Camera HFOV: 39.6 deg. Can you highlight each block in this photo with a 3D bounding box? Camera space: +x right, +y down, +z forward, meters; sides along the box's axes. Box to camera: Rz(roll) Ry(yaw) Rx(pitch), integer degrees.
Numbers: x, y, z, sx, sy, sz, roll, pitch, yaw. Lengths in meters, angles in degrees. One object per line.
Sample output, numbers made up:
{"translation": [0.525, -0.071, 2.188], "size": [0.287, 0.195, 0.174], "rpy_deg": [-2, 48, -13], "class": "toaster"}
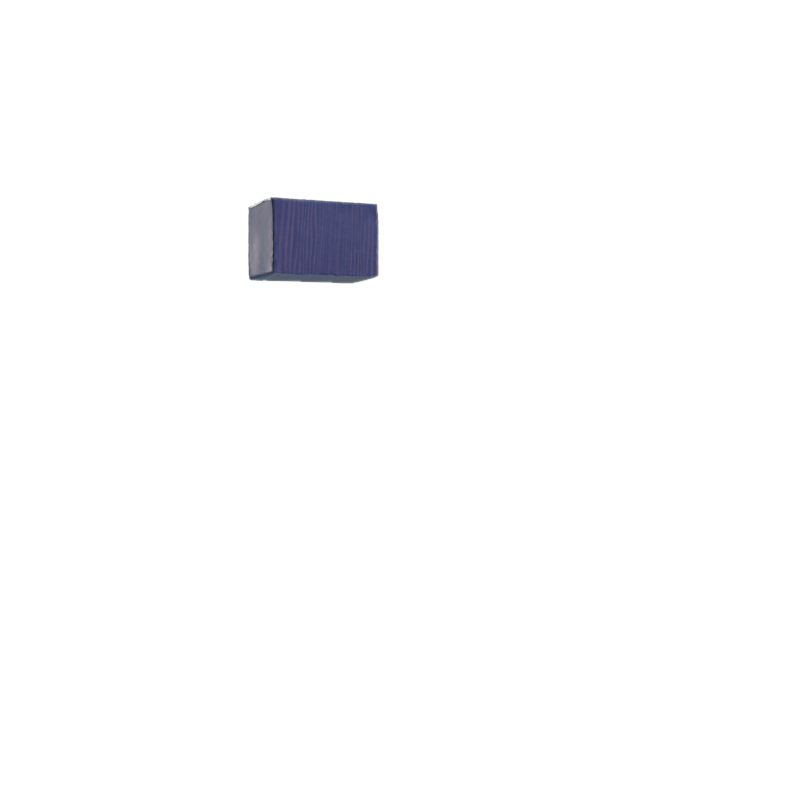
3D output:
{"translation": [-0.059, -0.107, 0.752], "size": [0.076, 0.052, 0.054], "rpy_deg": [1, -3, -23], "class": "block"}
